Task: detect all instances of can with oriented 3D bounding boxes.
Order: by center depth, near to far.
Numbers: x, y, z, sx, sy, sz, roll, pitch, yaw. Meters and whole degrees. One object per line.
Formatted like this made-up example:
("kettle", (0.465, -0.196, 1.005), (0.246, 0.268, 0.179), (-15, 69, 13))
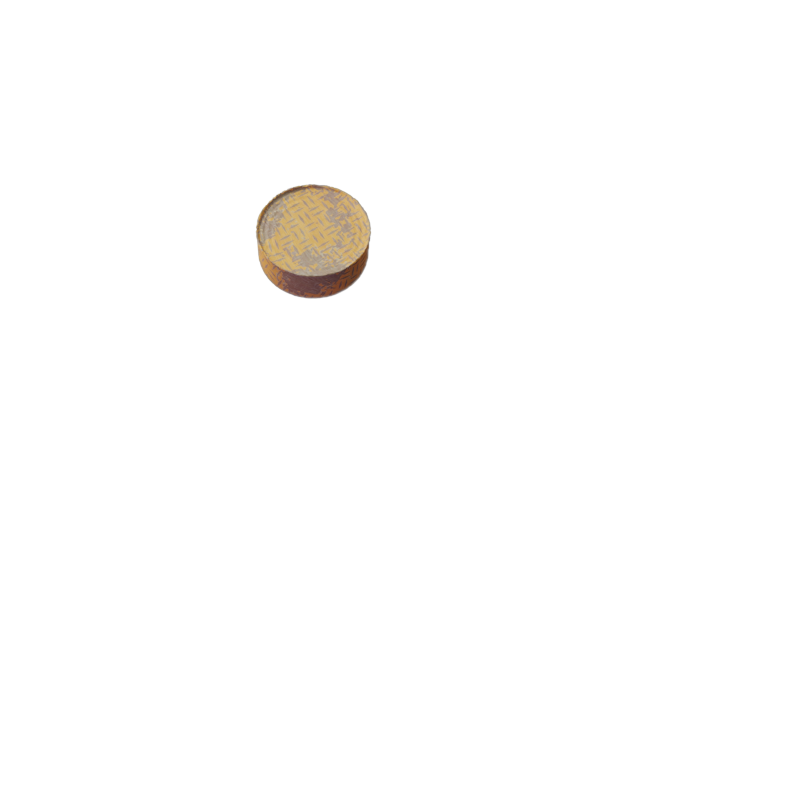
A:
("can", (-0.066, -0.120, 0.837), (0.086, 0.092, 0.031), (-1, -33, -1))
